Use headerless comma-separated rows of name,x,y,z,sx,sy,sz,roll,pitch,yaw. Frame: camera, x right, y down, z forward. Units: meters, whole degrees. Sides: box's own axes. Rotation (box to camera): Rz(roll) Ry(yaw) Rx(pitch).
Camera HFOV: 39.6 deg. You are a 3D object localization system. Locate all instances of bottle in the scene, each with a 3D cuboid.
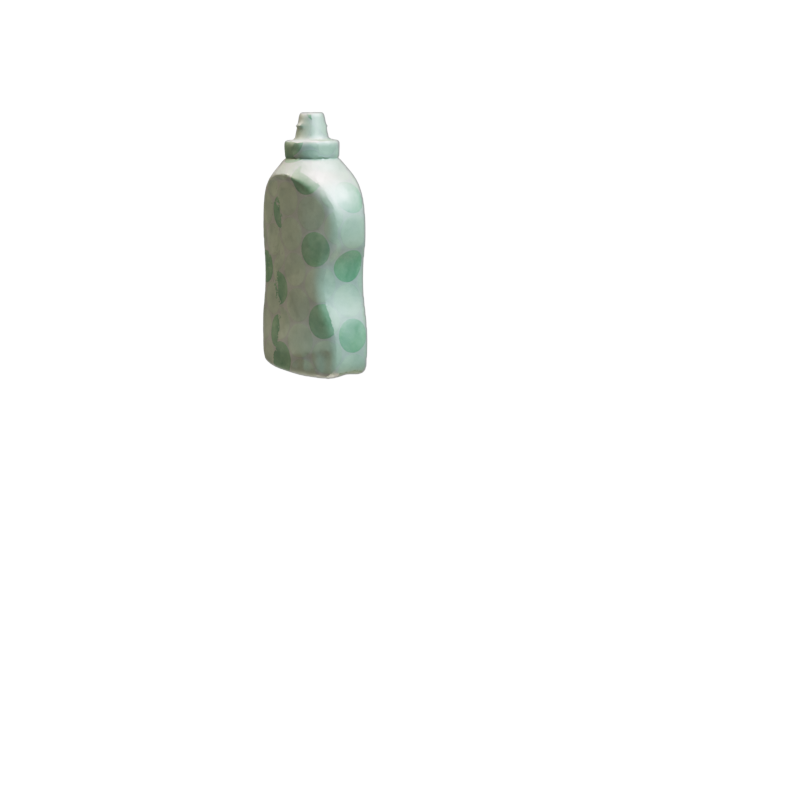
bottle,-0.065,-0.118,0.826,0.057,0.188,0.101,-5,10,-36
